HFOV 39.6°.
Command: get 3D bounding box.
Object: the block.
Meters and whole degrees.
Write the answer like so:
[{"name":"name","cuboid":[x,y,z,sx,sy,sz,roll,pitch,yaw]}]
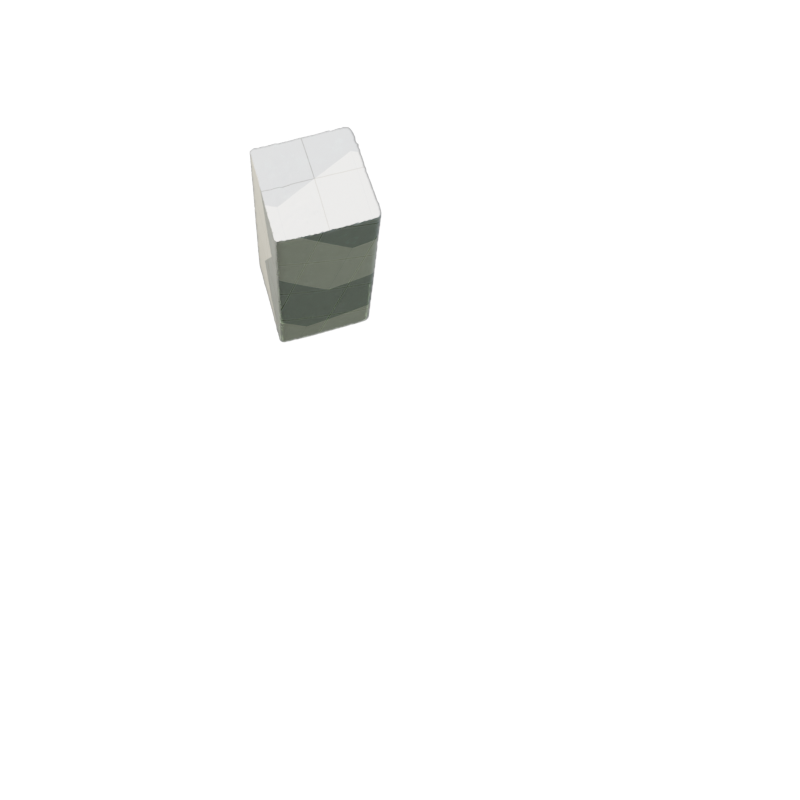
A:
[{"name":"block","cuboid":[-0.076,-0.140,0.979,0.090,0.096,0.196,-14,-21,-9]}]
